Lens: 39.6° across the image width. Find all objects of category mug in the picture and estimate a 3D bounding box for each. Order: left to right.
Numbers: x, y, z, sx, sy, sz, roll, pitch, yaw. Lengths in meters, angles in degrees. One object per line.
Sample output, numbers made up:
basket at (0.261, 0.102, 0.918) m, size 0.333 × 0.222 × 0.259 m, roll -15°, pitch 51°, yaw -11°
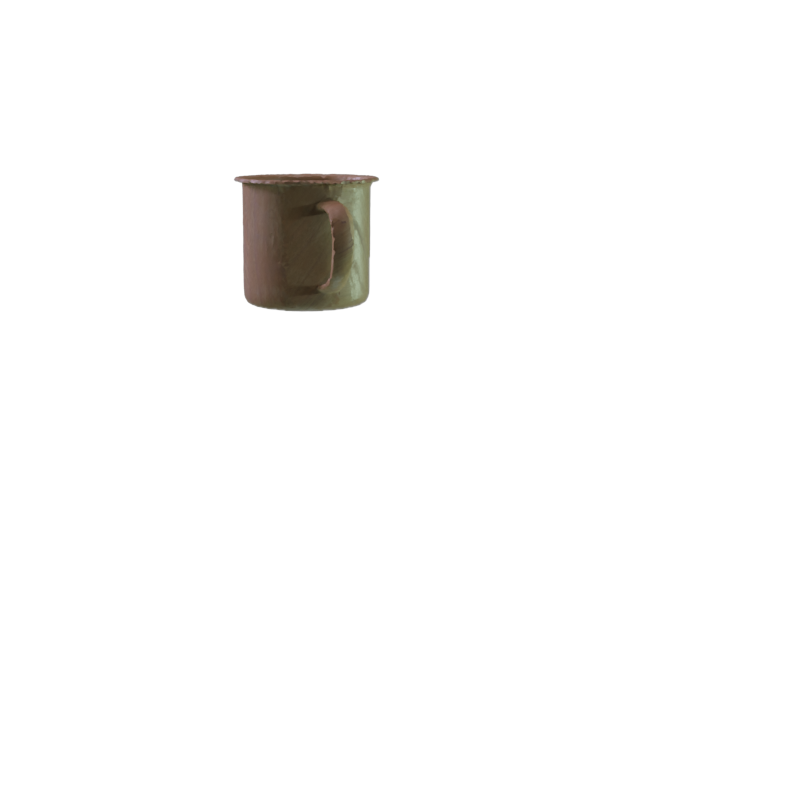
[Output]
mug at (-0.055, -0.100, 0.702) m, size 0.091 × 0.080 × 0.123 m, roll -4°, pitch 13°, yaw -24°
